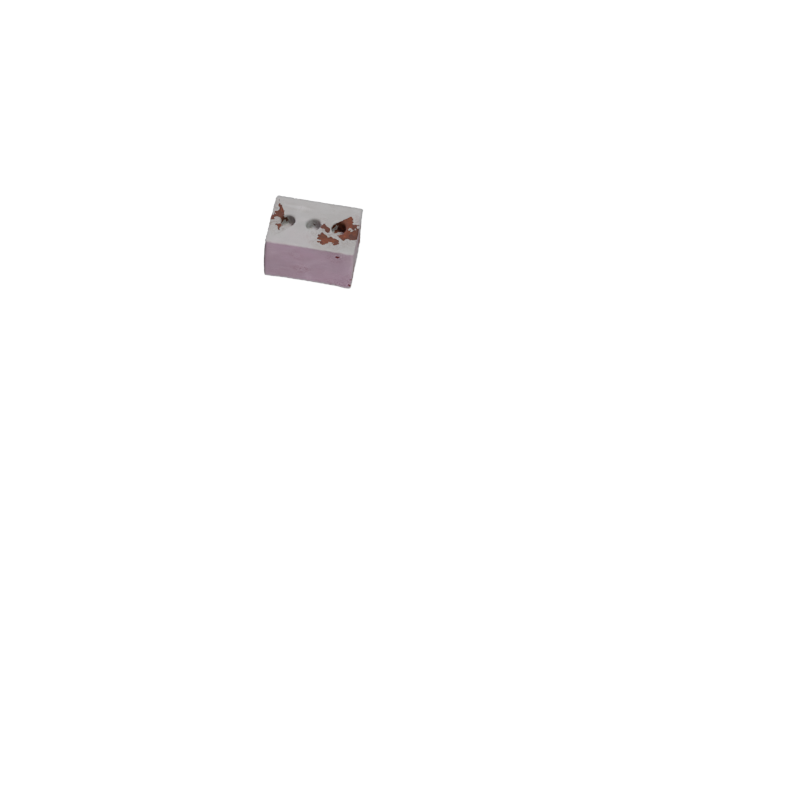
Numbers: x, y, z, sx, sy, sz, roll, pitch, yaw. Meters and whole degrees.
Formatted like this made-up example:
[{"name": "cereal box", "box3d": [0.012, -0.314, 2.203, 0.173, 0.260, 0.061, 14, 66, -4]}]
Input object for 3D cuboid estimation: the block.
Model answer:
[{"name": "block", "box3d": [-0.075, -0.136, 0.954, 0.079, 0.056, 0.048, 9, -33, 5]}]
